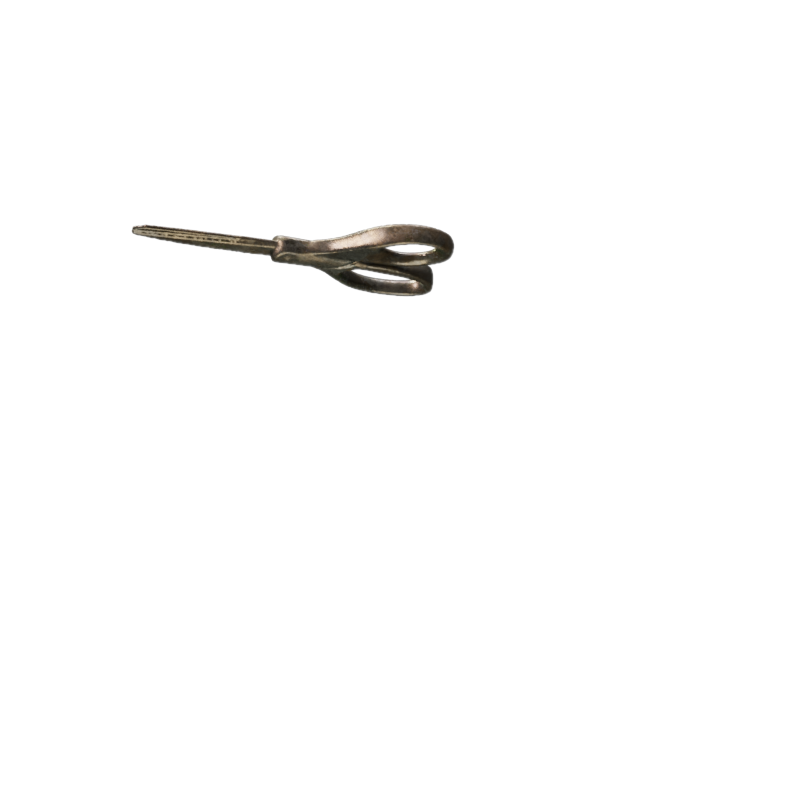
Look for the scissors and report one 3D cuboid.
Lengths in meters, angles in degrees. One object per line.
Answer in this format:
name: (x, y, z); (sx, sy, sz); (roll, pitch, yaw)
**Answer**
scissors: (-0.053, -0.097, 0.683); (0.192, 0.017, 0.096); (12, -22, -32)
